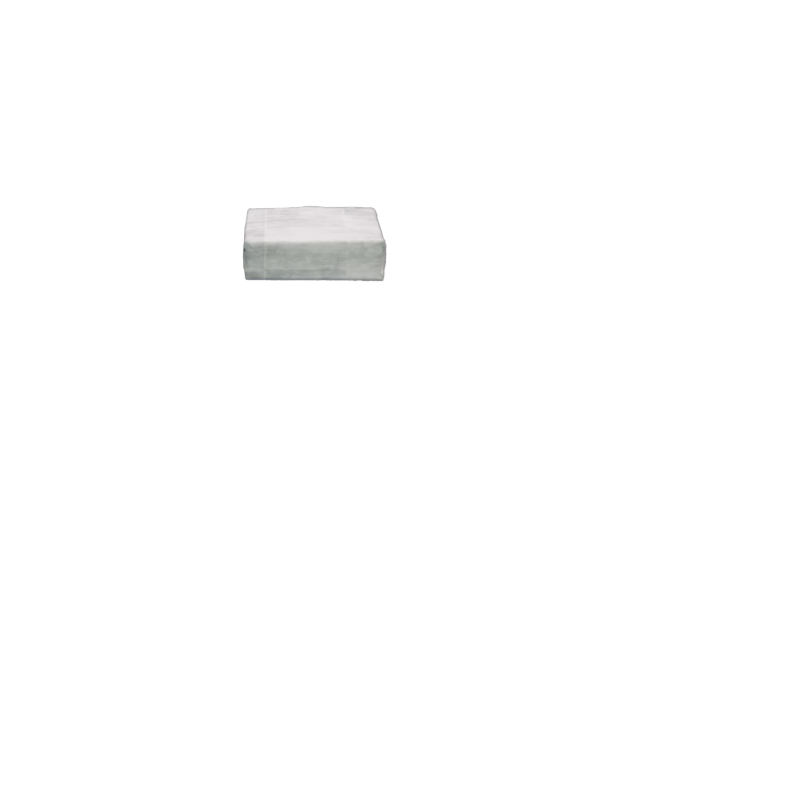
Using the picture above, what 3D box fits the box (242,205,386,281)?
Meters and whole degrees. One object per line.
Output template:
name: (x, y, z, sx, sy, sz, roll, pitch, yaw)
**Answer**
box: (-0.056, -0.102, 0.716, 0.089, 0.029, 0.077, -1, 24, -3)
